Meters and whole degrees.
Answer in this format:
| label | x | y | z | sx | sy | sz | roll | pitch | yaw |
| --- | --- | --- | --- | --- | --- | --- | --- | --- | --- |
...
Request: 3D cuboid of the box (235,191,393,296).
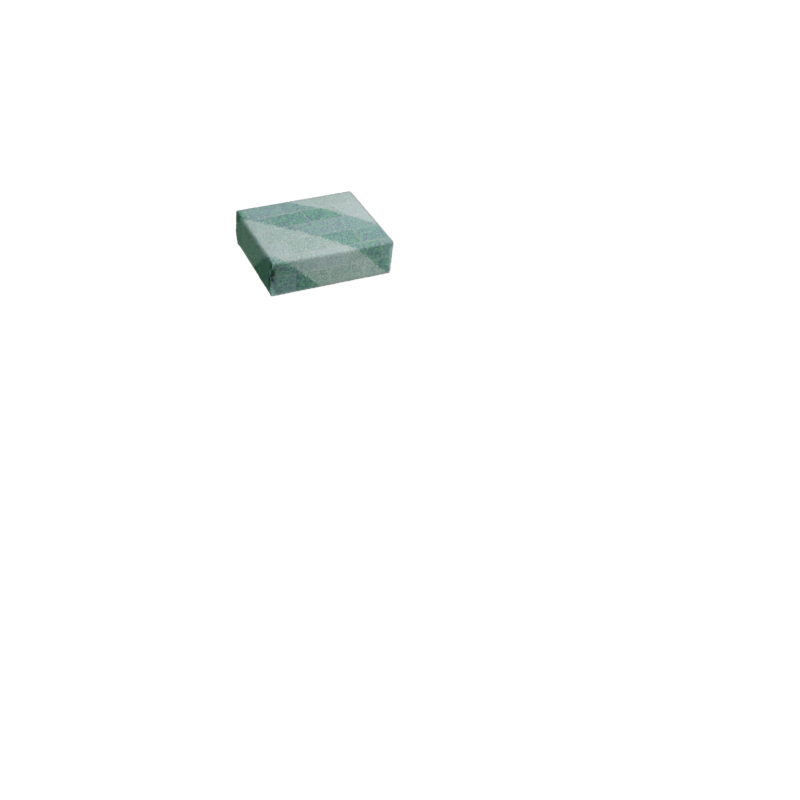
| label | x | y | z | sx | sy | sz | roll | pitch | yaw |
| --- | --- | --- | --- | --- | --- | --- | --- | --- | --- |
| box | -0.075 | -0.136 | 0.953 | 0.112 | 0.036 | 0.097 | -15 | 40 | -19 |
